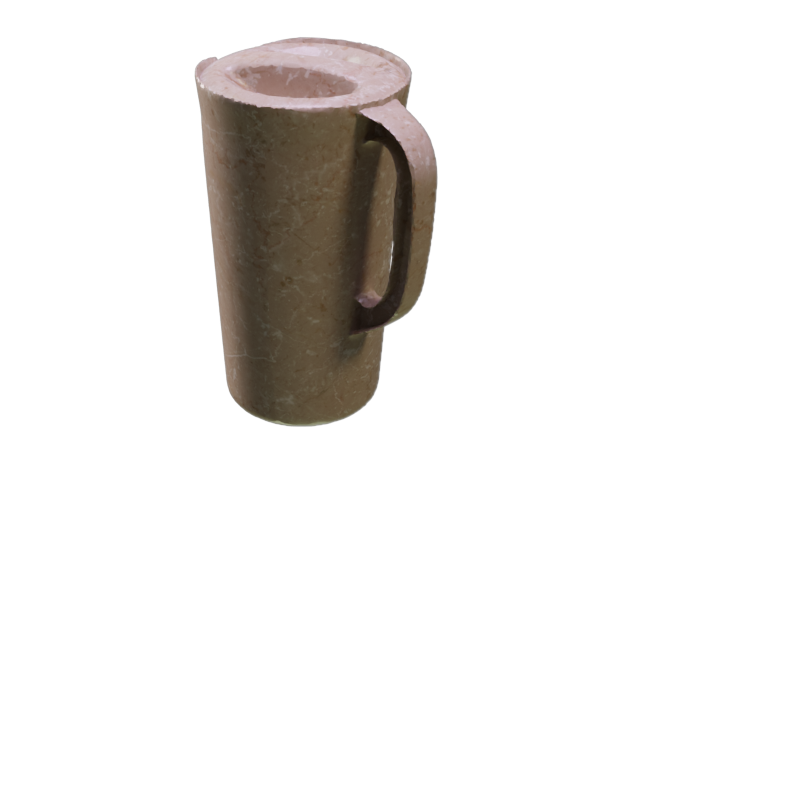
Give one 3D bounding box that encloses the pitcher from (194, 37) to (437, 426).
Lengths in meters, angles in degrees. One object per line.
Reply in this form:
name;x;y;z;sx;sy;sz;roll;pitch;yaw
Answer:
pitcher;-0.057;-0.103;0.722;0.145;0.229;0.158;1;30;-1
